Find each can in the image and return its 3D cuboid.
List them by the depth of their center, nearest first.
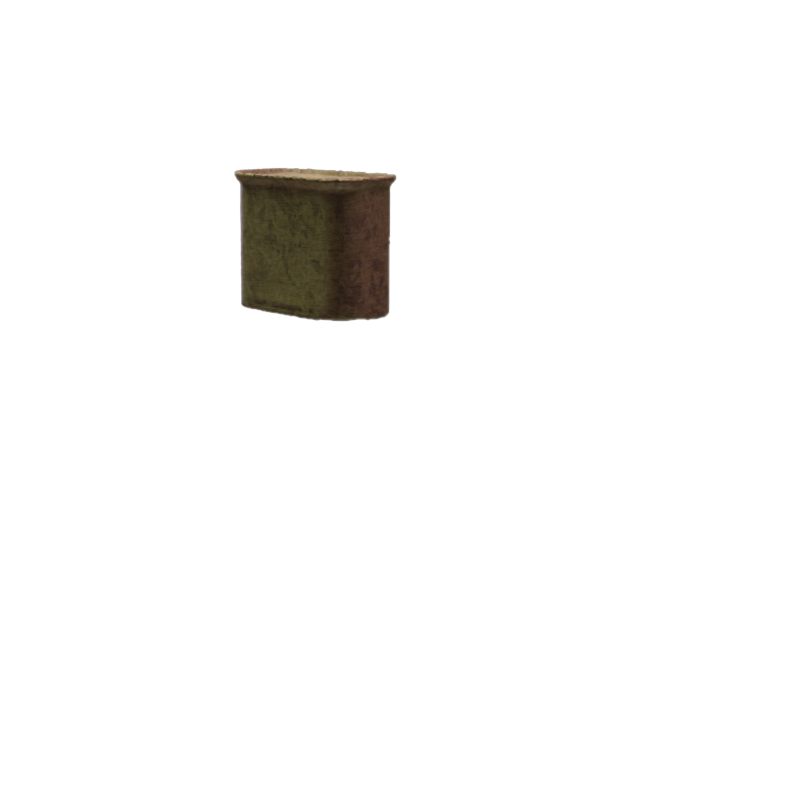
[{"bbox_3d":[-0.052,-0.095,0.667,0.107,0.082,0.056,11,14,41],"label":"can"}]
